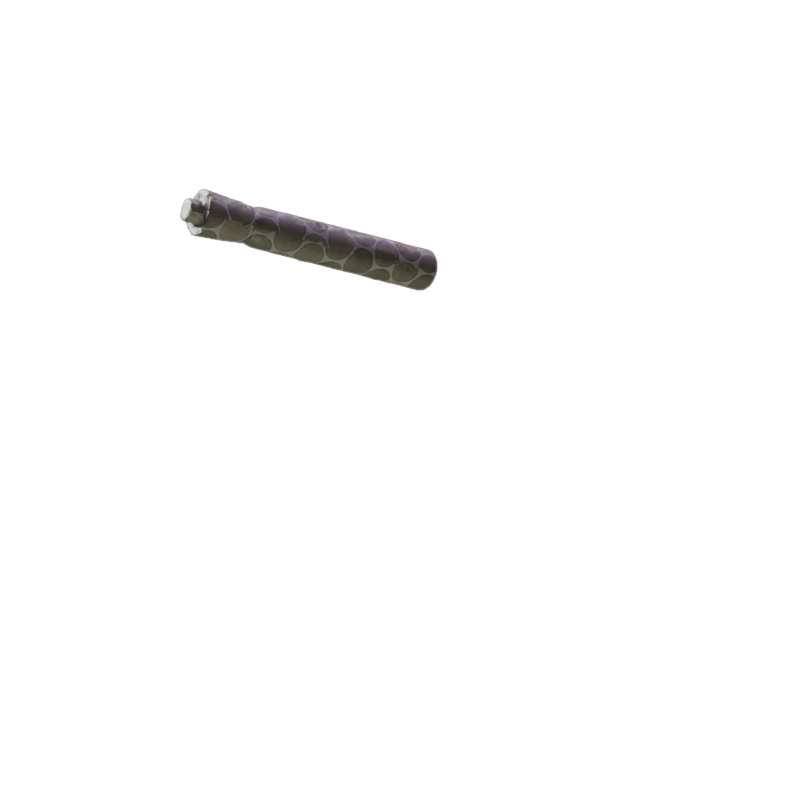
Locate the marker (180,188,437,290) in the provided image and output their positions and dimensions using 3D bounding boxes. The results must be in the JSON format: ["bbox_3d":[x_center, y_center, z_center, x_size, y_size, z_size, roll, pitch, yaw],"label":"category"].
[{"bbox_3d":[-0.036,-0.065,0.458,0.115,0.020,0.021,10,-2,-35],"label":"marker"}]
